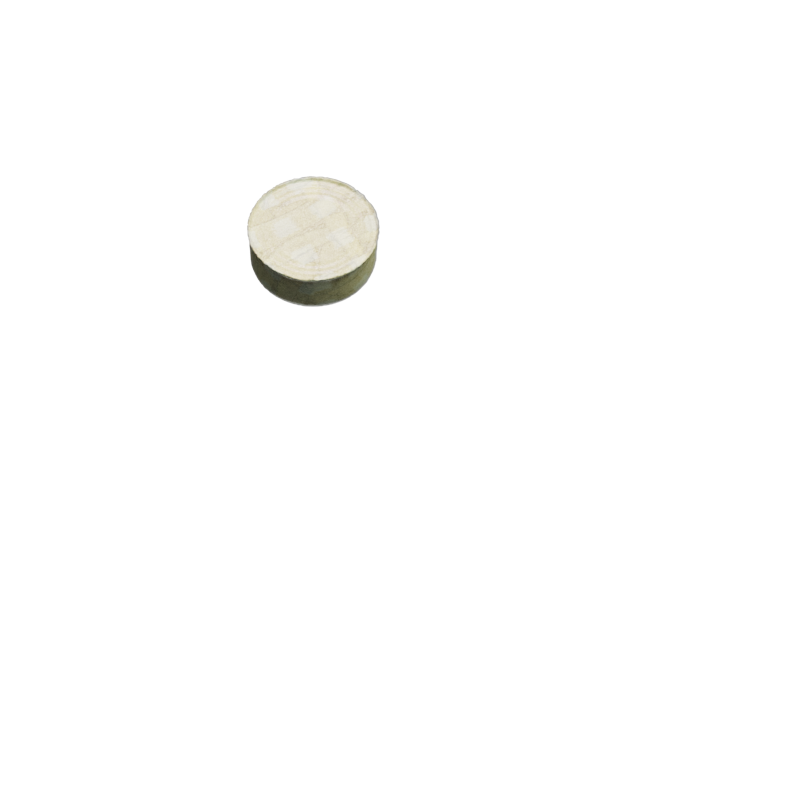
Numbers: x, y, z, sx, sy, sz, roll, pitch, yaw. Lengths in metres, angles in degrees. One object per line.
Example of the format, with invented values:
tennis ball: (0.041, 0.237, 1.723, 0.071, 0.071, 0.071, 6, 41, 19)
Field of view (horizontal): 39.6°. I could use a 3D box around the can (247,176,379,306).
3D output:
can: (-0.057, -0.104, 0.730, 0.086, 0.092, 0.031, -1, -35, -1)
